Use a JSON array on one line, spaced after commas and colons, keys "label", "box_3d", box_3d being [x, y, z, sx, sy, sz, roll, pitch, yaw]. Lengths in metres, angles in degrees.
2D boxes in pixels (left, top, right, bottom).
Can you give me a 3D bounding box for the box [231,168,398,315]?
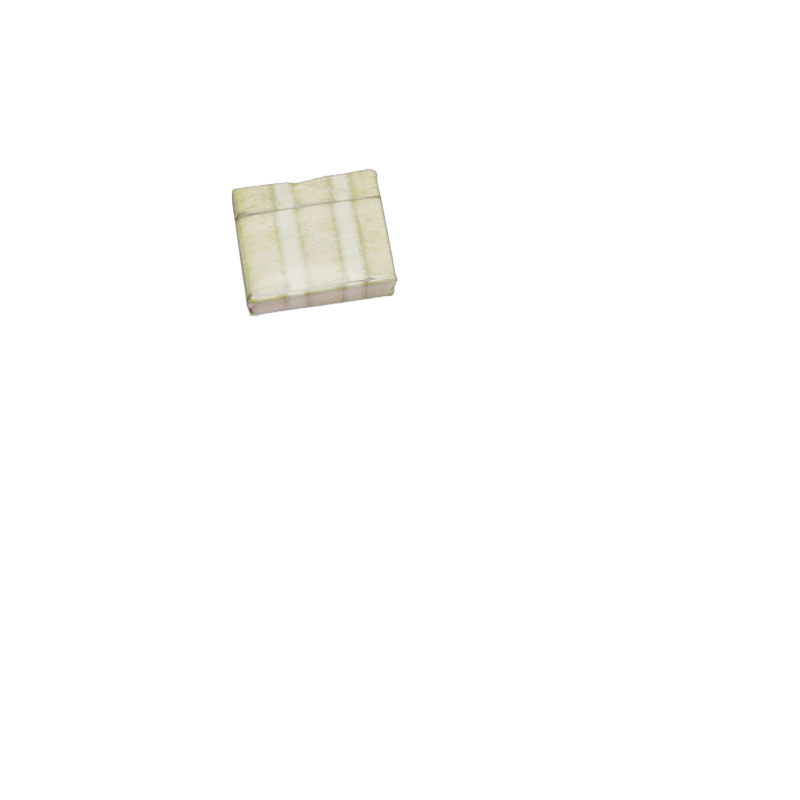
[{"label": "box", "box_3d": [-0.051, -0.094, 0.658, 0.089, 0.077, 0.029, -9, -20, -4]}]
